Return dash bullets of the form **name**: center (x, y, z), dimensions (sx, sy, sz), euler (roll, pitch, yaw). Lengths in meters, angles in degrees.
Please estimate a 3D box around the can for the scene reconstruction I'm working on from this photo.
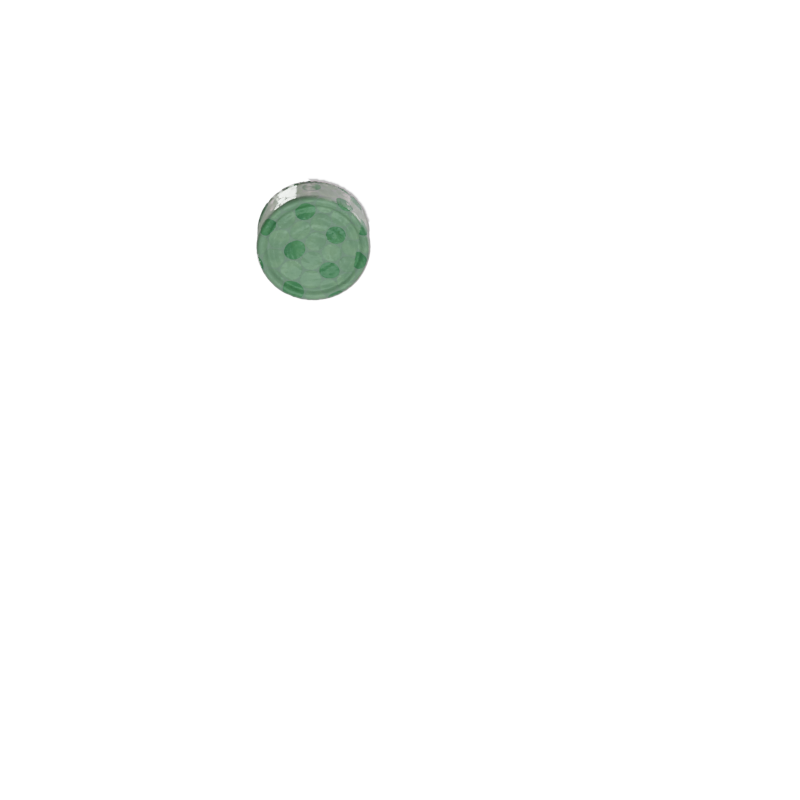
- **can**: center (-0.065, -0.118, 0.830), dimensions (0.086, 0.081, 0.035), euler (1, 26, -1)
